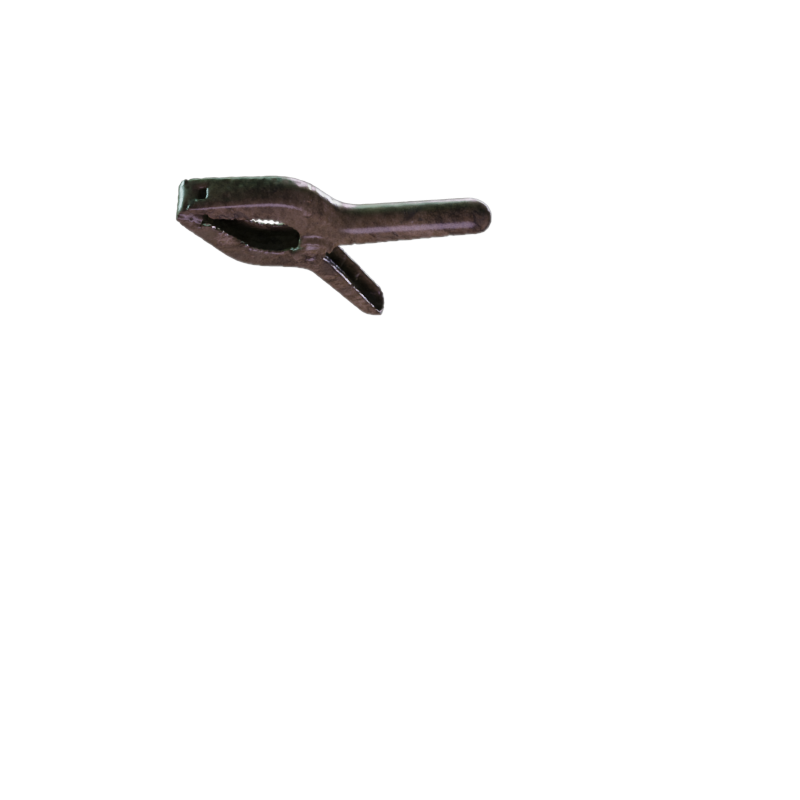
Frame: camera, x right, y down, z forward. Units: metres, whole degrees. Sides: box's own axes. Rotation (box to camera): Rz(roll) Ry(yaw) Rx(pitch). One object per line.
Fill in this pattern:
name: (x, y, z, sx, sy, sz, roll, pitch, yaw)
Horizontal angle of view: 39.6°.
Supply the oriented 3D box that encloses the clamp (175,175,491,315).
clamp: (-0.063, -0.114, 0.799, 0.204, 0.039, 0.160, 9, -26, -19)
